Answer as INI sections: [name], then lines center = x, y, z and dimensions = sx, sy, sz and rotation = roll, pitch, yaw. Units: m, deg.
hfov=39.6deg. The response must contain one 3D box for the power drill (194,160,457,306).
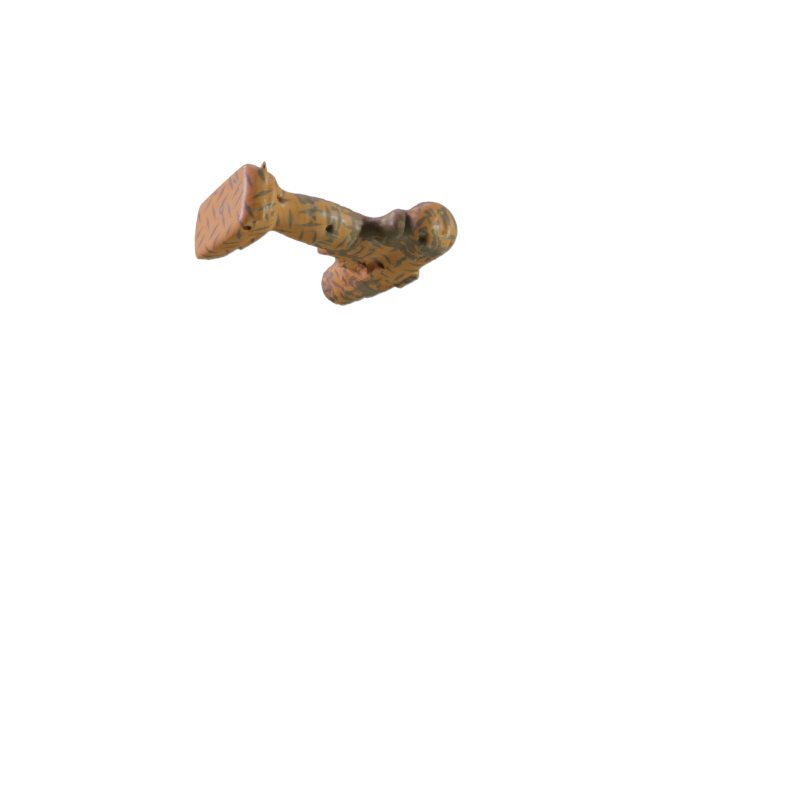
[power drill]
center = -0.073, -0.133, 0.930
dimensions = 0.180, 0.060, 0.184
rotation = 9, -20, -28
